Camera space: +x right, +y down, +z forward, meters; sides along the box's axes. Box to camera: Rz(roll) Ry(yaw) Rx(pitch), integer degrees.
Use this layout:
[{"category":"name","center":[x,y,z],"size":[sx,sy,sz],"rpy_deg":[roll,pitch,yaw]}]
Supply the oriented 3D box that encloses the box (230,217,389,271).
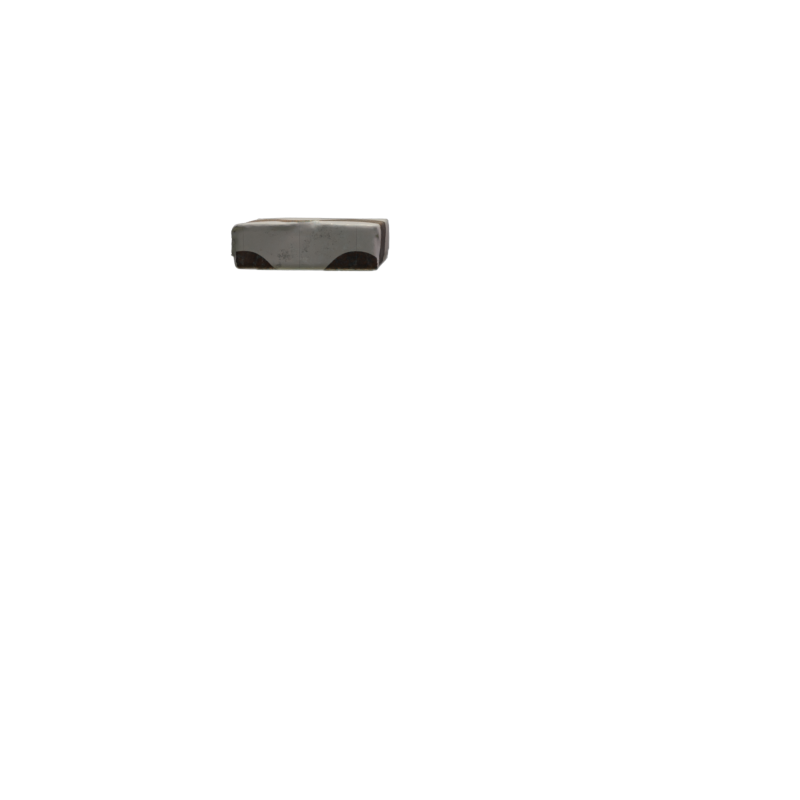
[{"category":"box","center":[-0.054,-0.098,0.687],"size":[0.090,0.030,0.074],"rpy_deg":[1,11,7]}]
